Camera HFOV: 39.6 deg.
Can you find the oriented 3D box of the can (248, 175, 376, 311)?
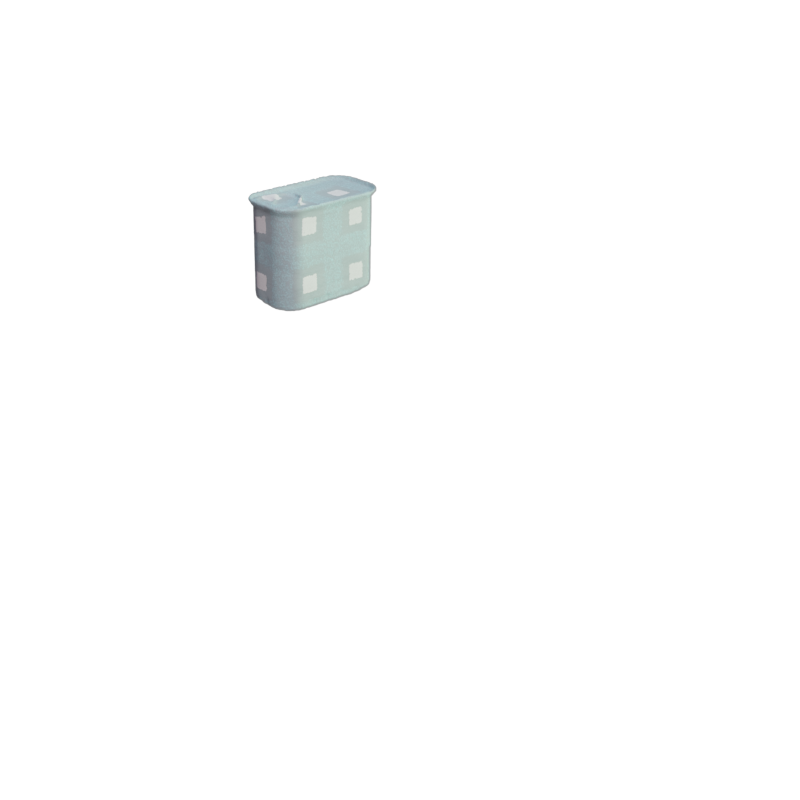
[{"bbox_3d":[-0.069,-0.125,0.875,0.100,0.080,0.061,-20,30,-39],"label":"can"}]
